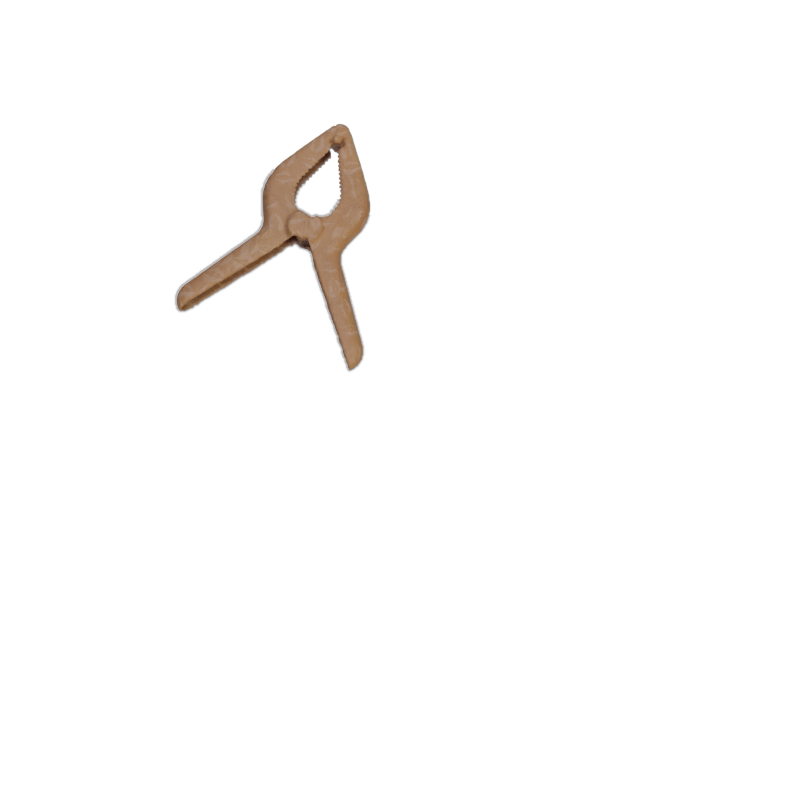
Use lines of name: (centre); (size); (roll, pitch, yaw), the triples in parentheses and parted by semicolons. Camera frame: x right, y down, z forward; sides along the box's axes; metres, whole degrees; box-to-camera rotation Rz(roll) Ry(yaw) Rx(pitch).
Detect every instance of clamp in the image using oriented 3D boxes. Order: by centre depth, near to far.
clamp: (-0.075, -0.136, 0.954); (0.167, 0.215, 0.035); (25, -15, 7)
